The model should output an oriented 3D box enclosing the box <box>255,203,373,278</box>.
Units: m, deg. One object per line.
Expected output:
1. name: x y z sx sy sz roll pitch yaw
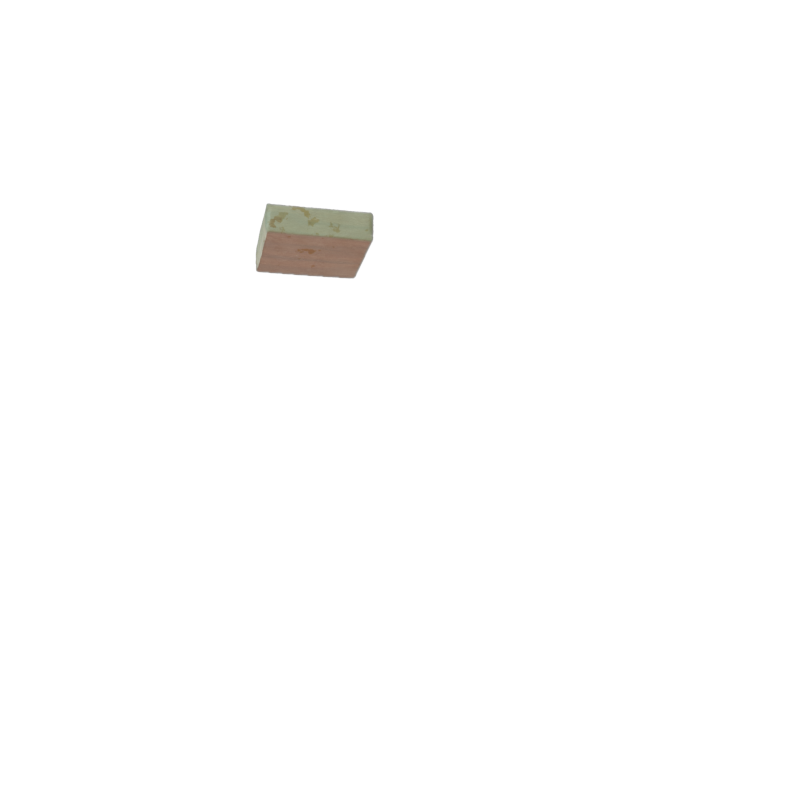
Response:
1. box: -0.072 -0.131 0.918 0.088 0.032 0.070 4 -22 -10
